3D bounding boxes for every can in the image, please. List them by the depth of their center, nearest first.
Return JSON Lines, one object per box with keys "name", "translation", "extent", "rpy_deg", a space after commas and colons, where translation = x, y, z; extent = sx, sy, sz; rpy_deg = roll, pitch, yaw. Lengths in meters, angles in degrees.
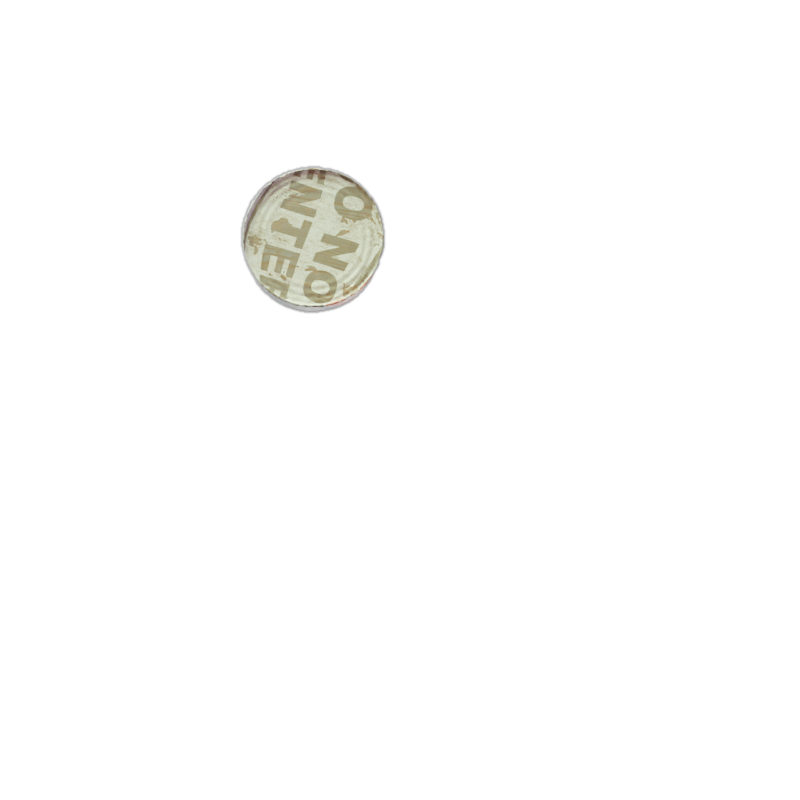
{"name": "can", "translation": [-0.053, -0.097, 0.682], "extent": [0.086, 0.088, 0.033], "rpy_deg": [0, -10, -1]}
